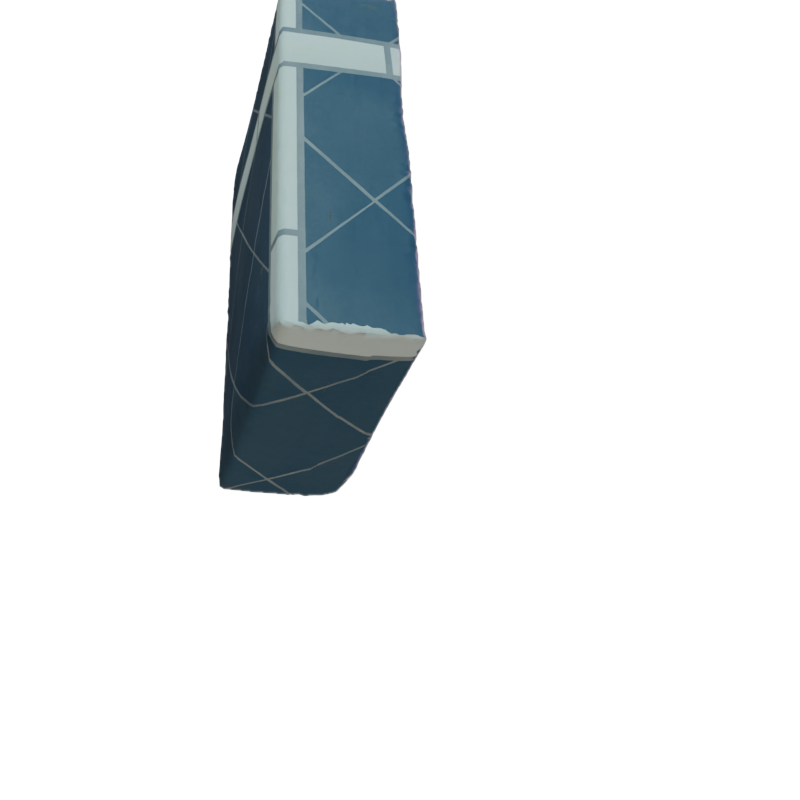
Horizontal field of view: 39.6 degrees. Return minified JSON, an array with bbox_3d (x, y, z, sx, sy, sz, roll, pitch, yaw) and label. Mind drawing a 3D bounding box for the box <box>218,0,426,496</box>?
[{"bbox_3d":[-0.045,-0.082,0.574,0.070,0.229,0.156,7,-35,-14],"label":"box"}]
